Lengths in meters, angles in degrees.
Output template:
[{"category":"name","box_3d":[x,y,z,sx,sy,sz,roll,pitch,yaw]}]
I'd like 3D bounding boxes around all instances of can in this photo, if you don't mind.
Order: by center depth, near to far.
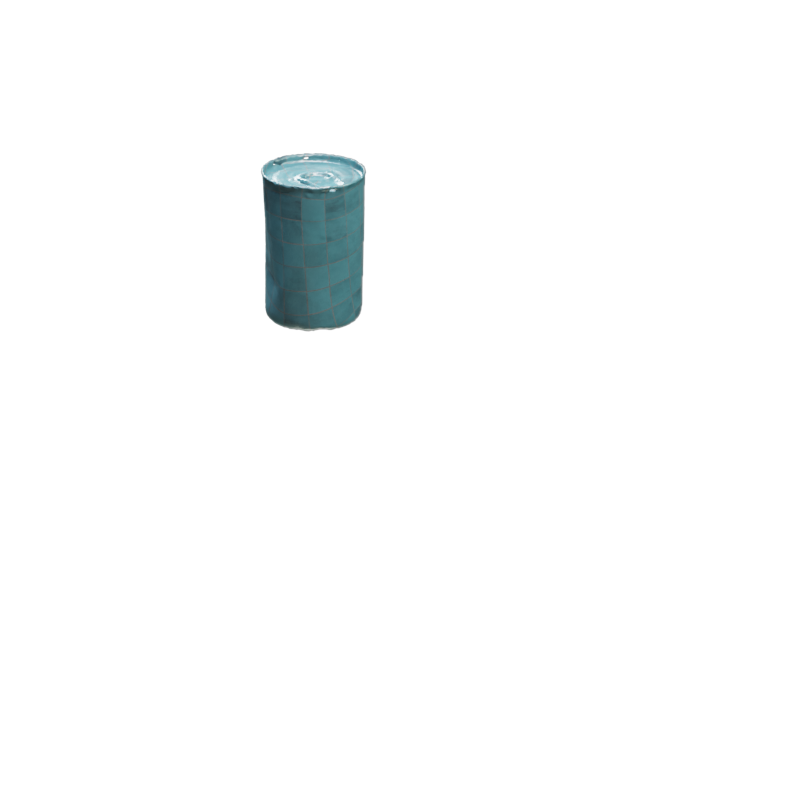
[{"category":"can","box_3d":[-0.058,-0.105,0.735,0.068,0.097,0.072,0,26,-2]}]
